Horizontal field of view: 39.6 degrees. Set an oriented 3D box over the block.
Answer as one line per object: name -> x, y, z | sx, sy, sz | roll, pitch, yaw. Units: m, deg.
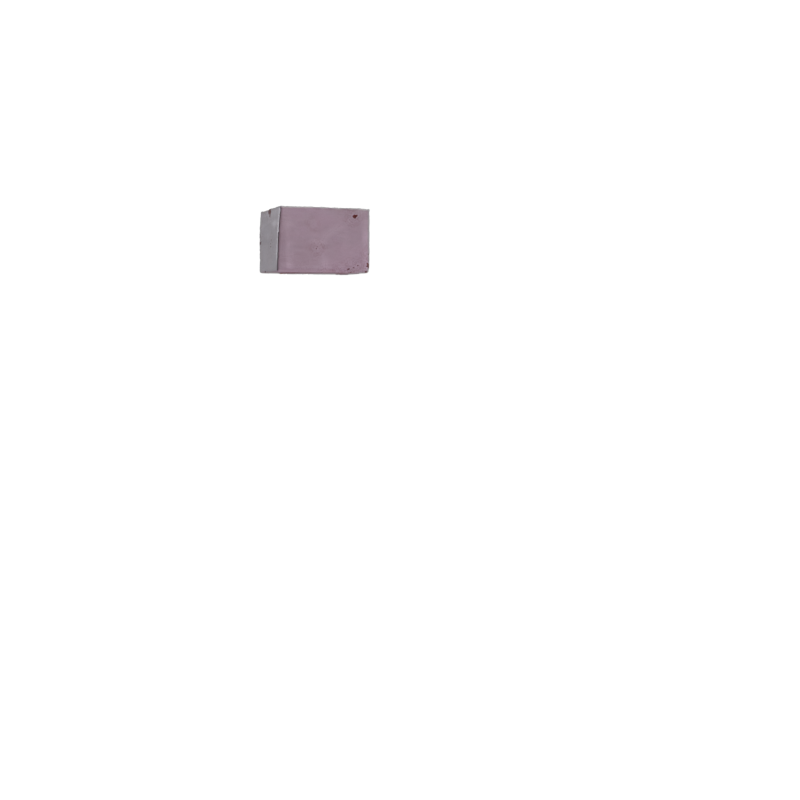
block -> -0.069, -0.127, 0.886 | 0.076, 0.051, 0.054 | -1, 1, -22
